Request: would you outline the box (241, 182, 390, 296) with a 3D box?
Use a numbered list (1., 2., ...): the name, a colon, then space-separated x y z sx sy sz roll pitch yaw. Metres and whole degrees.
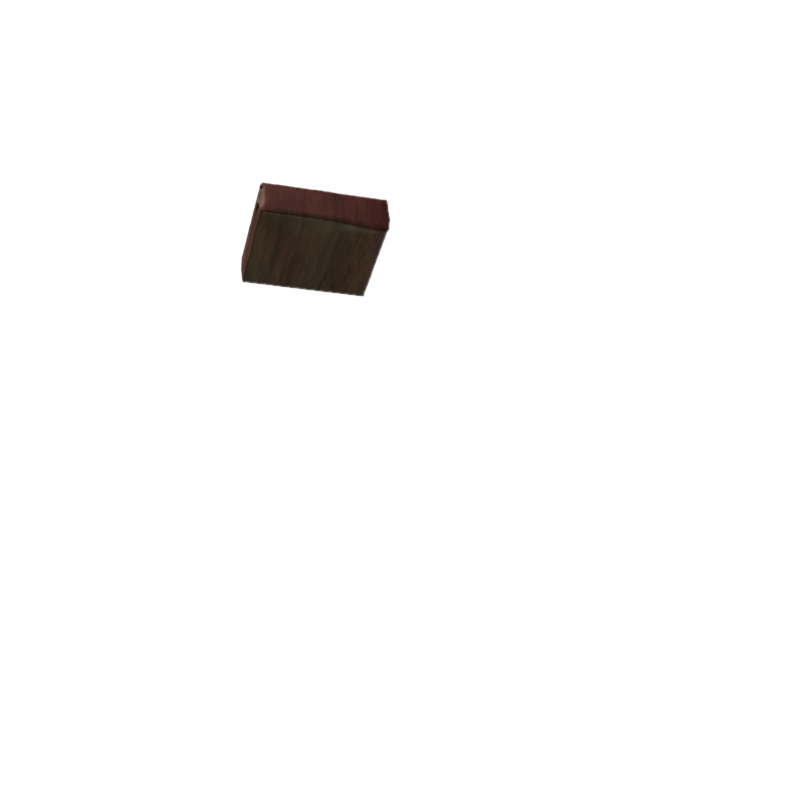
1. box: -0.074 -0.135 0.947 0.112 0.042 0.085 9 -41 -11
